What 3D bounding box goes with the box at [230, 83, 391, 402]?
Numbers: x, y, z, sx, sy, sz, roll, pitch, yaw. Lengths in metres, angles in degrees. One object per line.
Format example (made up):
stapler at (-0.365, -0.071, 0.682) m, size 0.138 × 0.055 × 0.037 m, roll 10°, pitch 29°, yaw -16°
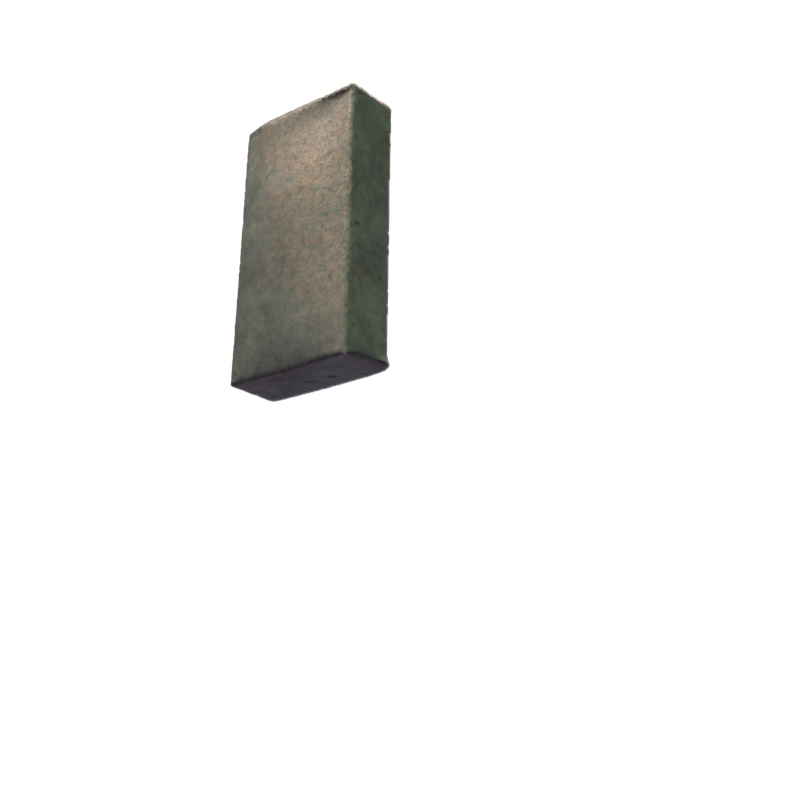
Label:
box at (-0.053, -0.096, 0.669) m, size 0.094 × 0.186 × 0.045 m, roll -18°, pitch -28°, yaw 35°
